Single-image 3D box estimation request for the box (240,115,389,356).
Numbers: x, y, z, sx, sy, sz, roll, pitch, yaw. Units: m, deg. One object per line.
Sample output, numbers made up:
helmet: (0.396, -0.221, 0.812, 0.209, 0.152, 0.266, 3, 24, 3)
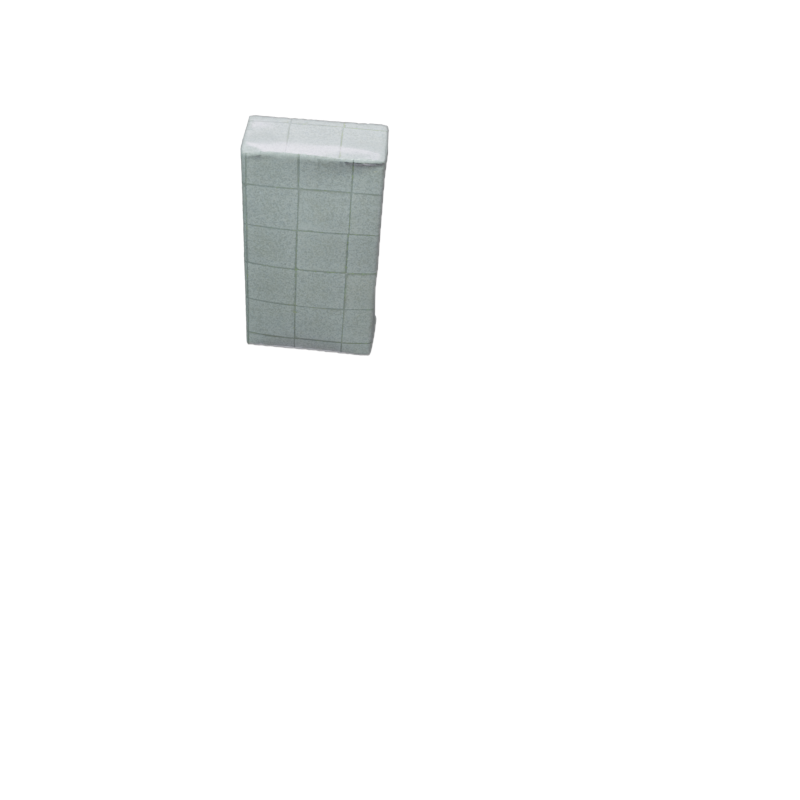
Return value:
box: (-0.059, -0.107, 0.751, 0.094, 0.051, 0.164, 6, -42, 2)
